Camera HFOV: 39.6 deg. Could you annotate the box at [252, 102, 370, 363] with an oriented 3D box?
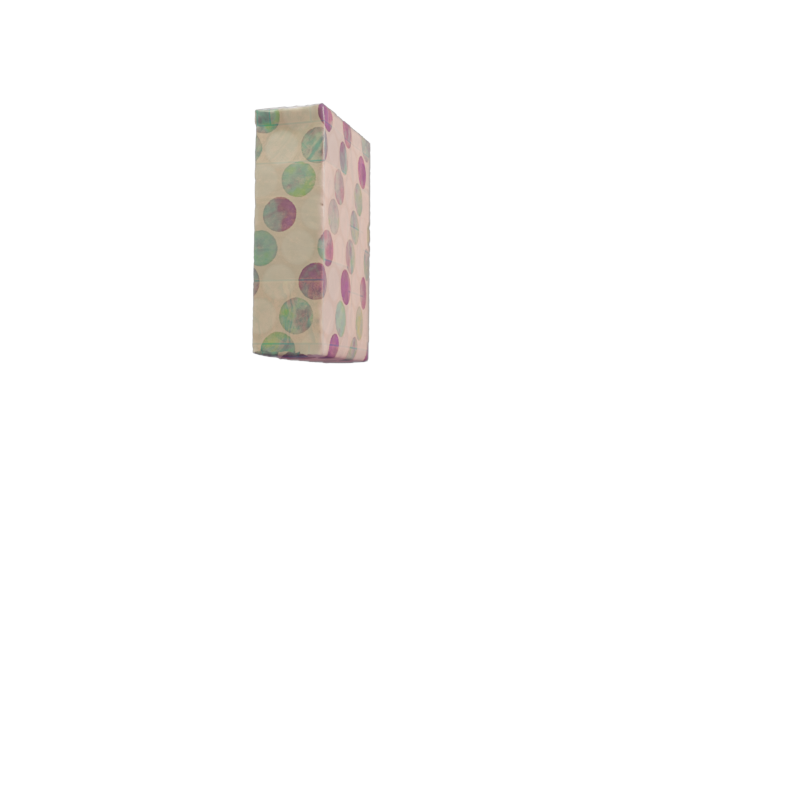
[{"bbox_3d":[-0.078,-0.142,0.995,0.073,0.217,0.159,-2,-5,13],"label":"box"}]
